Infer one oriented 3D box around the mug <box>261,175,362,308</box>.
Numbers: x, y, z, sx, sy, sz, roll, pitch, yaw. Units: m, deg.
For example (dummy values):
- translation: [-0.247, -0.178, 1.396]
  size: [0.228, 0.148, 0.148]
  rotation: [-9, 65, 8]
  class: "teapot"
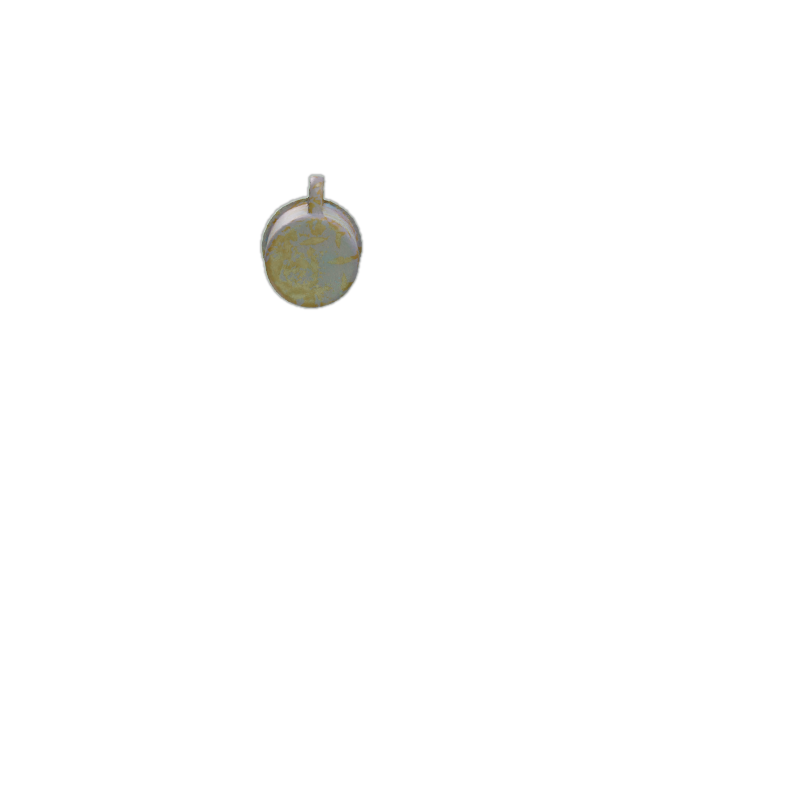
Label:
- translation: [-0.077, -0.140, 0.977]
  size: [0.093, 0.114, 0.084]
  rotation: [7, 12, -4]
  class: "mug"
